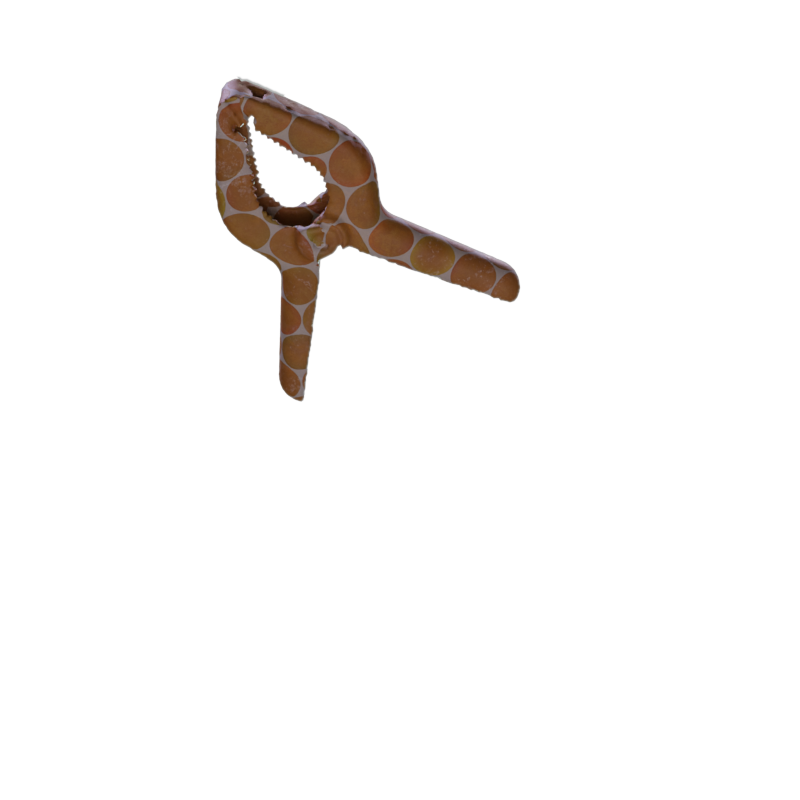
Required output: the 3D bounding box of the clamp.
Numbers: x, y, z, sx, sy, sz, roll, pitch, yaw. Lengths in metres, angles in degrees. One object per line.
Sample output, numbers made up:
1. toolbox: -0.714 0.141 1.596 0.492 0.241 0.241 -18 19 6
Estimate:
1. clamp: -0.051 -0.094 0.655 0.164 0.198 0.039 -33 27 19
